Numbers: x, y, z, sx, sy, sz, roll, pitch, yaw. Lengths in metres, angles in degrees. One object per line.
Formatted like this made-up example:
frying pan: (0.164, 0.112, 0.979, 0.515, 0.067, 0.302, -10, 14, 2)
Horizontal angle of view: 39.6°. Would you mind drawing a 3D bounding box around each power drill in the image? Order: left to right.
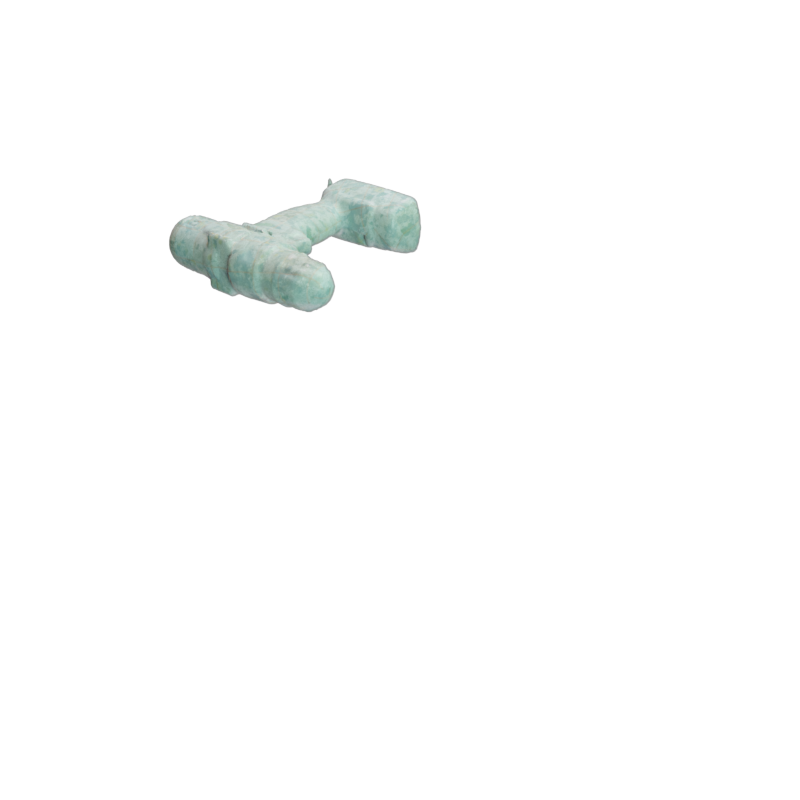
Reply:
power drill: (-0.072, -0.132, 0.925, 0.185, 0.055, 0.196, -22, 33, -38)
